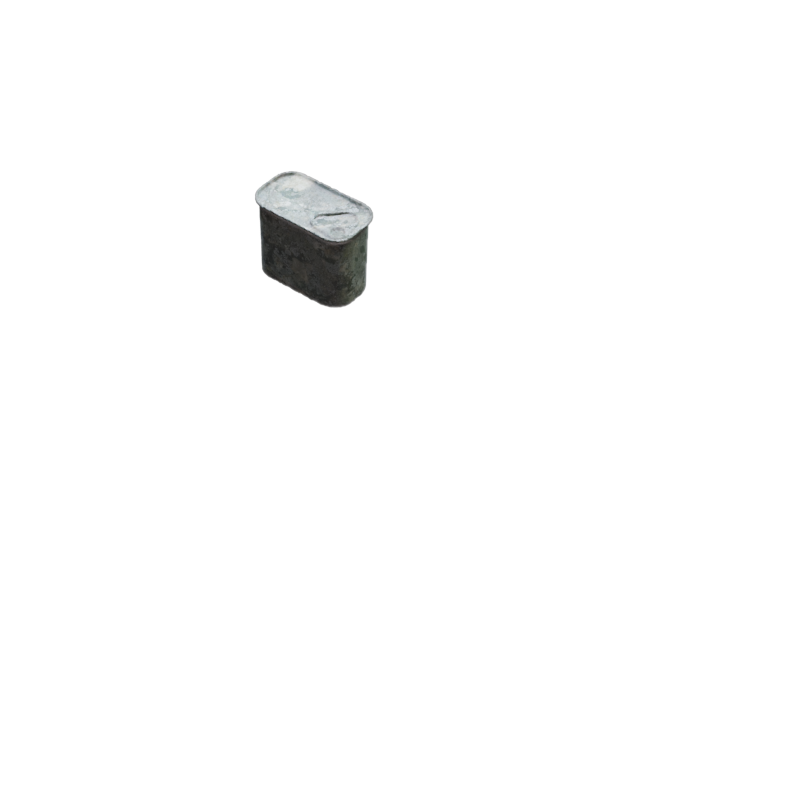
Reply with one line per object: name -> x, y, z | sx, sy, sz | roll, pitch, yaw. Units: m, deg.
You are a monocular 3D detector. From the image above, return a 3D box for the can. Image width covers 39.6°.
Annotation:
can -> -0.075, -0.137, 0.960 | 0.108, 0.078, 0.058 | 30, 51, 25
